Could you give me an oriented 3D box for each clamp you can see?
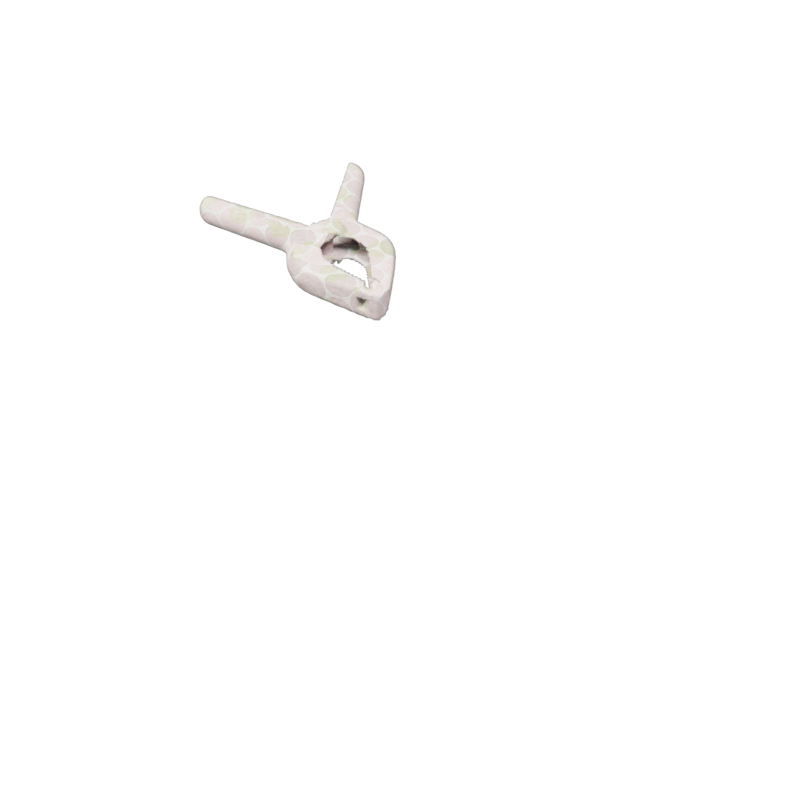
[{"bbox_3d":[-0.076,-0.138,0.969,0.162,0.034,0.227,-14,42,-16],"label":"clamp"}]
